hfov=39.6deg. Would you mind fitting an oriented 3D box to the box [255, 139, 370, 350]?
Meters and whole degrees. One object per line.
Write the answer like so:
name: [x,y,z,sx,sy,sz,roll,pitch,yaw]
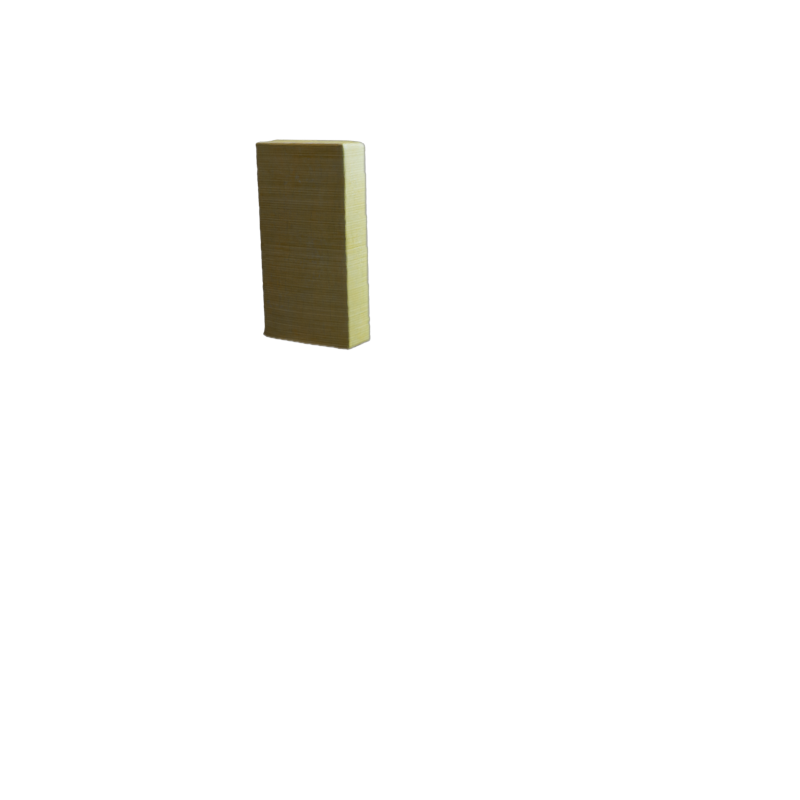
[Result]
box: [-0.075,-0.138,0.965,0.097,0.173,0.047,6,10,32]
